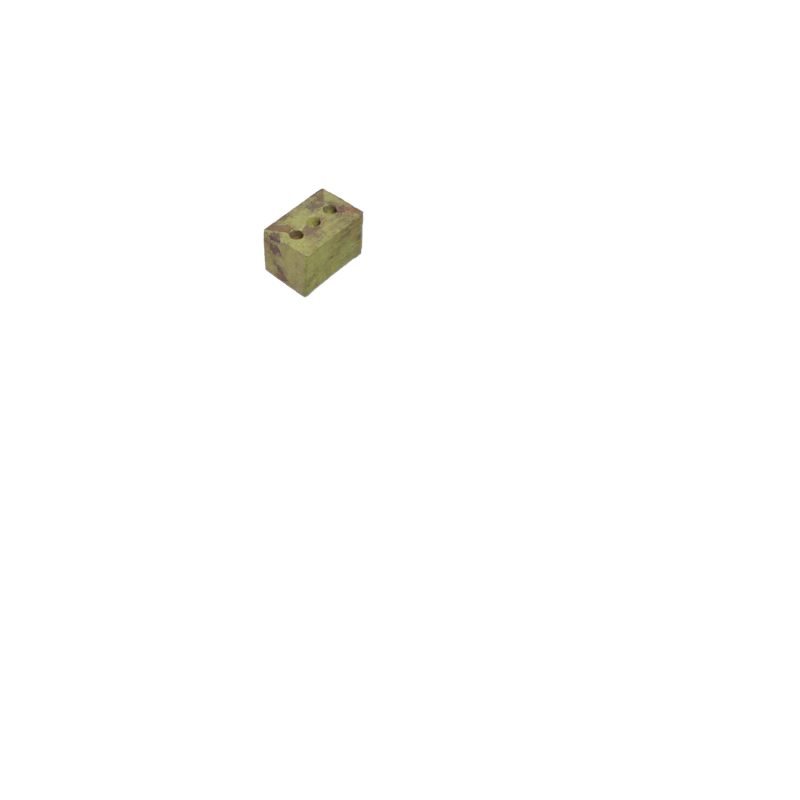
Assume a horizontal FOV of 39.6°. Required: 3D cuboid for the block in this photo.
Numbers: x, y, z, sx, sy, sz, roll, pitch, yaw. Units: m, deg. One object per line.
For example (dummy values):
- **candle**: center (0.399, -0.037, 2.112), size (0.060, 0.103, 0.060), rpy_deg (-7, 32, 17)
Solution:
- **block**: center (-0.077, -0.141, 0.988), size (0.056, 0.048, 0.079), rpy_deg (32, 55, 24)
